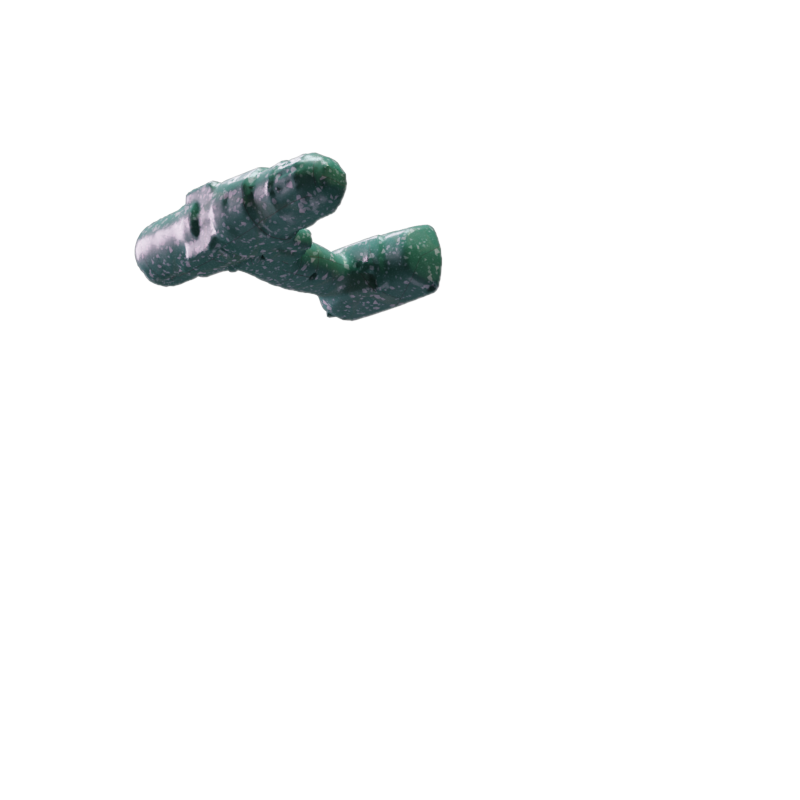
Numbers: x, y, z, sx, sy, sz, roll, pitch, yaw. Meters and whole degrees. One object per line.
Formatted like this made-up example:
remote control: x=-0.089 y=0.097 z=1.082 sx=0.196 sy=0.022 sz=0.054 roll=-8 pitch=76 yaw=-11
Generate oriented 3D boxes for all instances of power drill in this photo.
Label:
power drill: x=-0.059 y=-0.108 z=0.754 sx=0.188 sy=0.060 sz=0.177 roll=-13 pitch=-18 yaw=43
